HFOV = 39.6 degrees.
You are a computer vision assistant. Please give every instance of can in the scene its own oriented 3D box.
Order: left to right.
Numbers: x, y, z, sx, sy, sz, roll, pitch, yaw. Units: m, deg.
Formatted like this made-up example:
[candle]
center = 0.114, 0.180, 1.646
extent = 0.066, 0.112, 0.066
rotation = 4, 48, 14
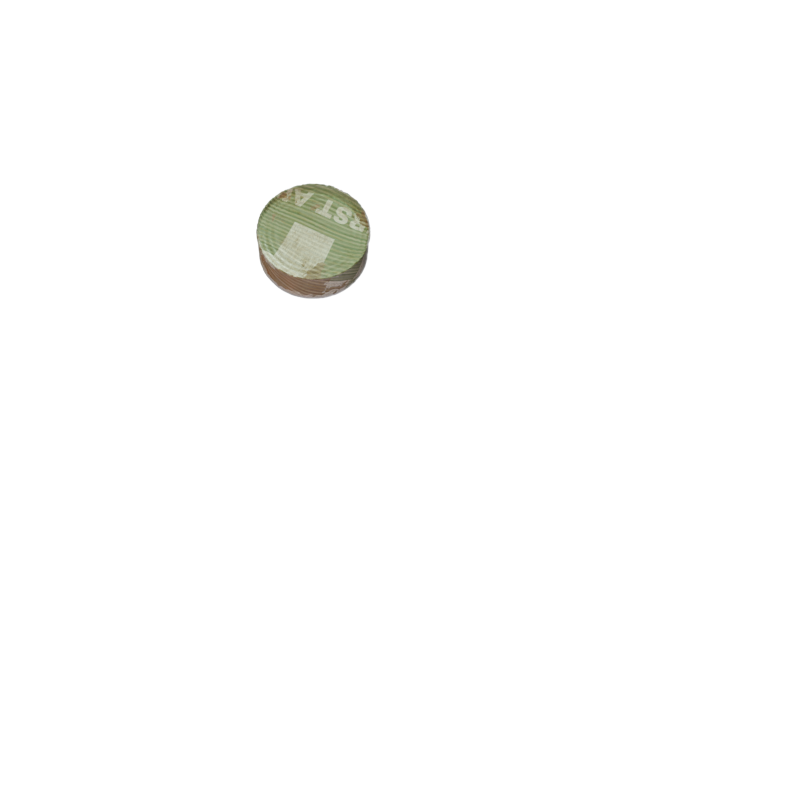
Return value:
[can]
center = -0.066, -0.121, 0.845
extent = 0.086, 0.091, 0.031
rotation = -1, -30, -1
